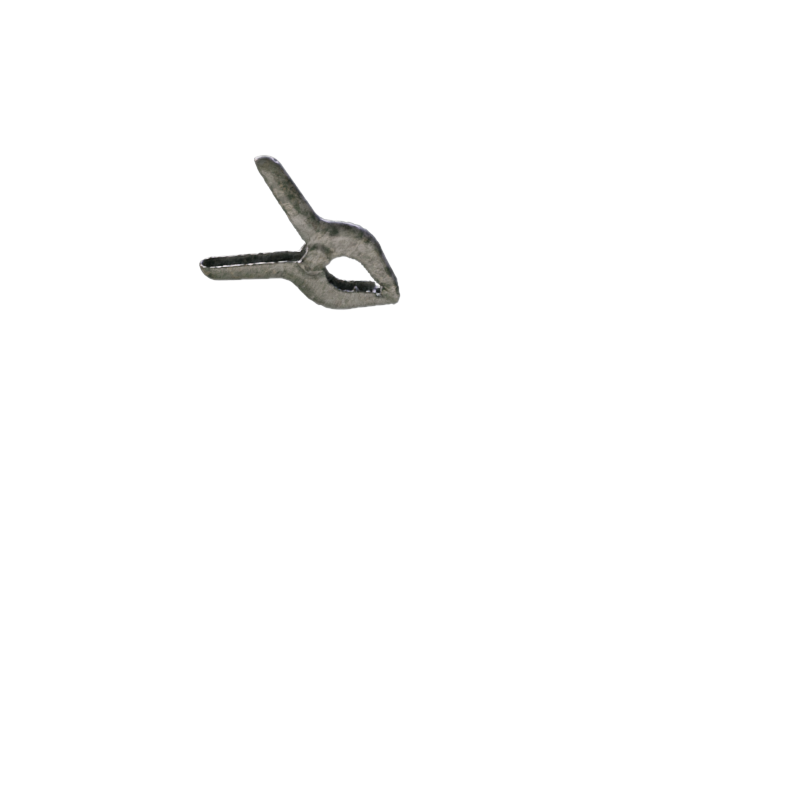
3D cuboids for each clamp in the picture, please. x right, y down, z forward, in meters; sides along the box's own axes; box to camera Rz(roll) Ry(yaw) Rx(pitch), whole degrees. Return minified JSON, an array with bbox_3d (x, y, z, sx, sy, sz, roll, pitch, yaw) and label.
[{"bbox_3d":[-0.073,-0.134,0.939,0.168,0.115,0.042,16,31,-10],"label":"clamp"}]
